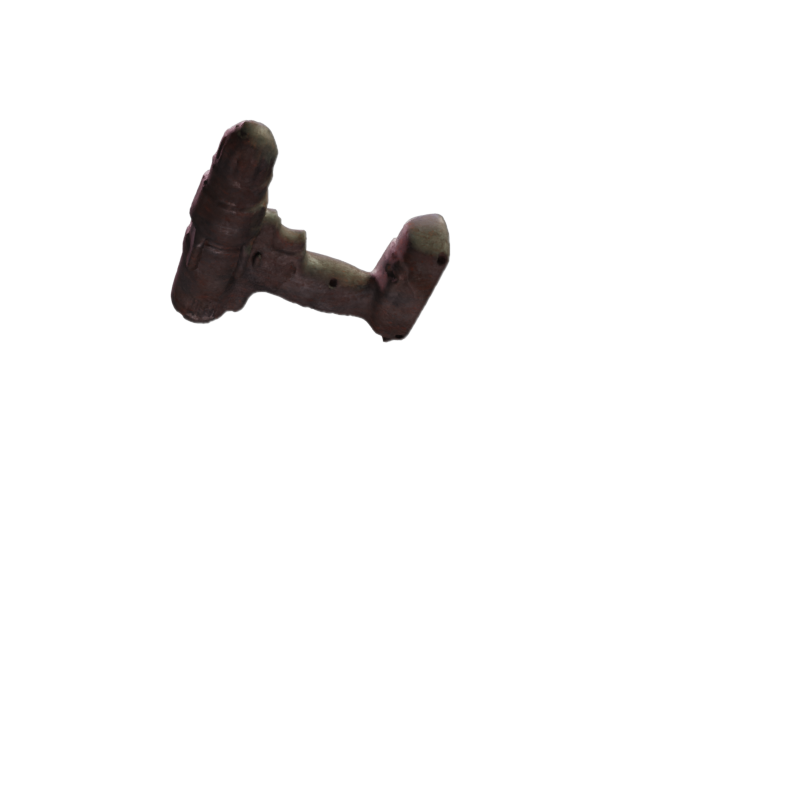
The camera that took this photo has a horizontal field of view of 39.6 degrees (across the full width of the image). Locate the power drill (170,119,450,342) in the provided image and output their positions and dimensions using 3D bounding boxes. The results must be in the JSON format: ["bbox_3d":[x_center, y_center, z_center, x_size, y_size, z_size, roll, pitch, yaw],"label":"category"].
[{"bbox_3d":[-0.063,-0.116,0.810,0.183,0.062,0.176,12,-42,-14],"label":"power drill"}]
